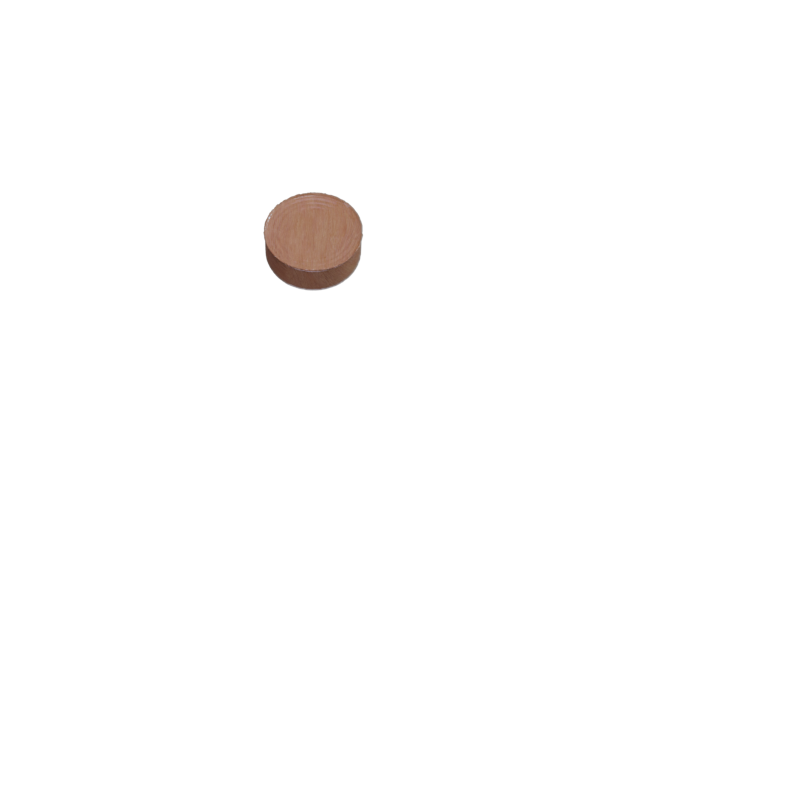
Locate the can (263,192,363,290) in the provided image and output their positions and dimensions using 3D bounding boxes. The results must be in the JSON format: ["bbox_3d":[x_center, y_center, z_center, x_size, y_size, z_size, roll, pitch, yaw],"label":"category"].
[{"bbox_3d":[-0.076,-0.138,0.966,0.086,0.092,0.031,-1,-35,-1],"label":"can"}]
